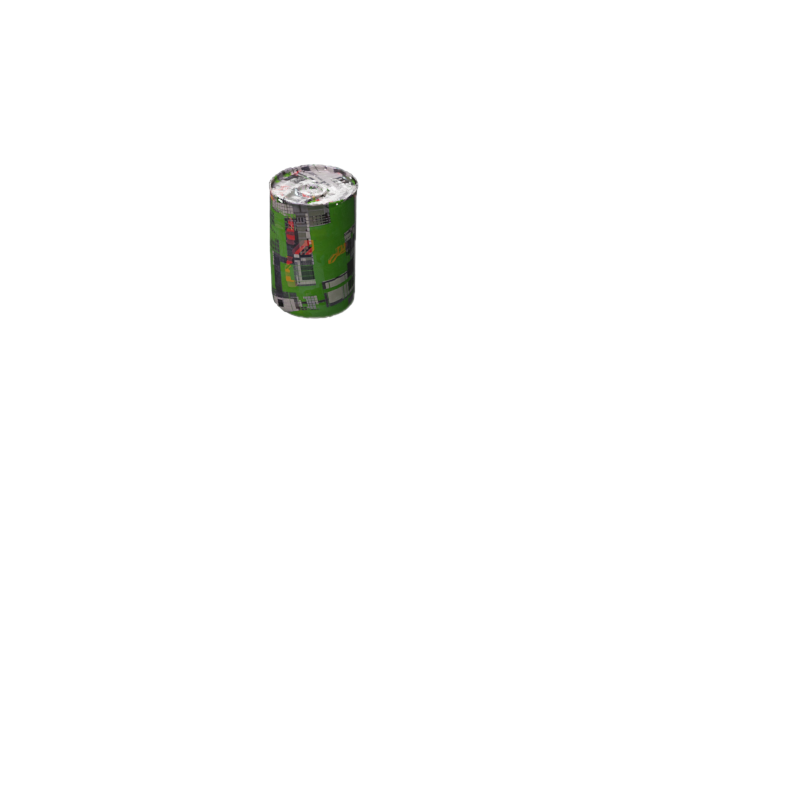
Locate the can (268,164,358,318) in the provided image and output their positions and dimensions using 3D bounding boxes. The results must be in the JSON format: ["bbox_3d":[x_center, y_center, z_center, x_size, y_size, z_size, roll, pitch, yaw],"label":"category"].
[{"bbox_3d":[-0.068,-0.123,0.864,0.068,0.096,0.073,0,33,-3],"label":"can"}]
